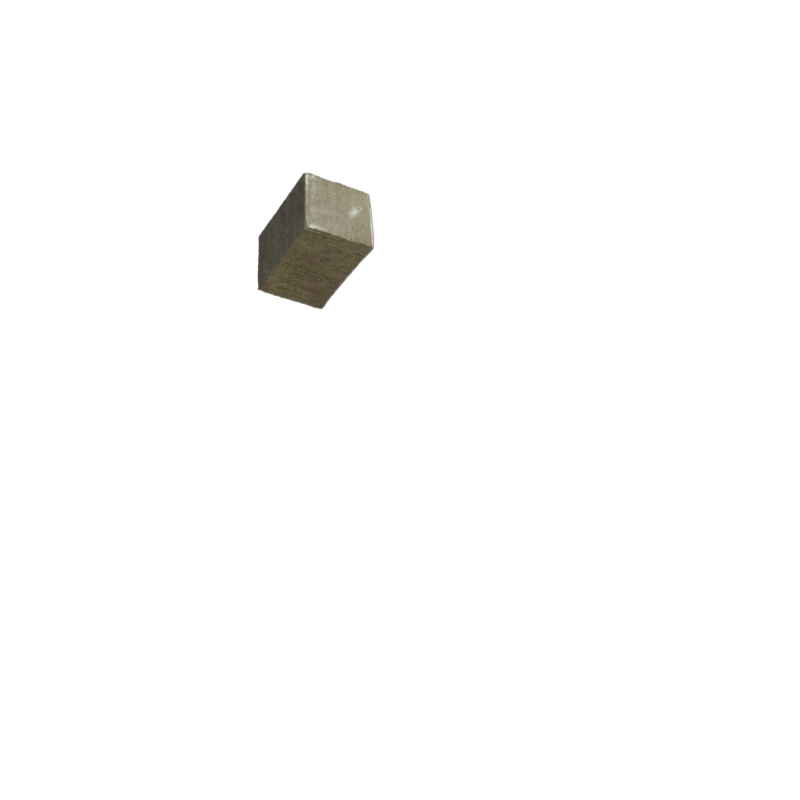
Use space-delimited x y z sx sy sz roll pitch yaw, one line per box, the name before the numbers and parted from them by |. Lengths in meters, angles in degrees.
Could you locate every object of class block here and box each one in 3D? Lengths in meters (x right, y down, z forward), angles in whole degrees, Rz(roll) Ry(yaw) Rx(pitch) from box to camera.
block | -0.060 -0.109 0.762 0.050 0.055 0.076 18 -39 -25
